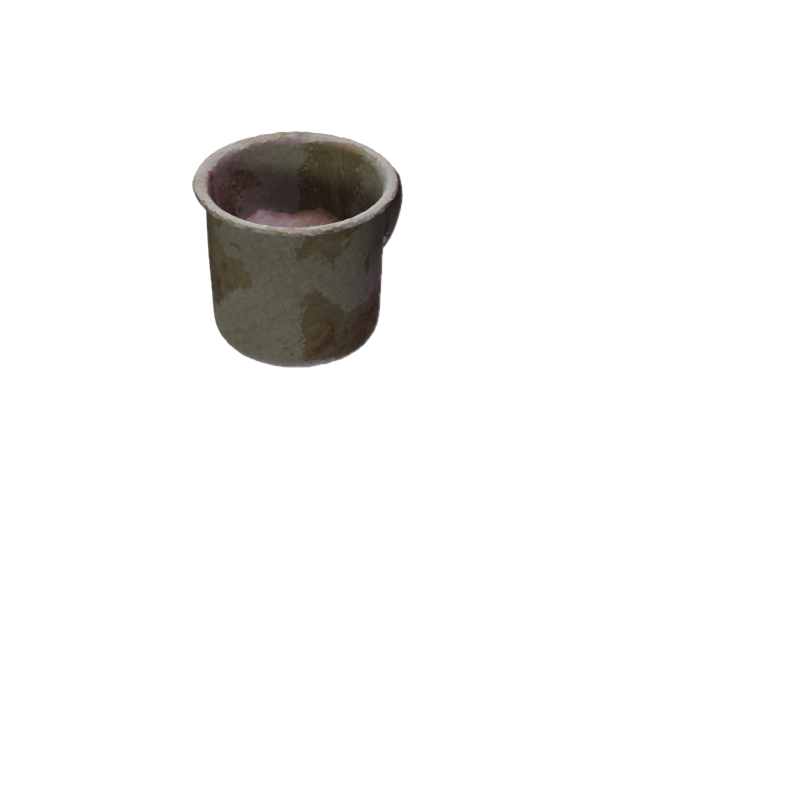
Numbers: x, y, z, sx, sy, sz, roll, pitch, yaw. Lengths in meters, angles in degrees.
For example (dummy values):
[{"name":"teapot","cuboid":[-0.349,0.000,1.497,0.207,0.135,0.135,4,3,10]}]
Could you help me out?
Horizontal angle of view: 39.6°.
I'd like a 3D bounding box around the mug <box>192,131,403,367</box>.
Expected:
[{"name":"mug","cuboid":[-0.042,-0.076,0.532,0.099,0.076,0.118,28,45,30]}]
